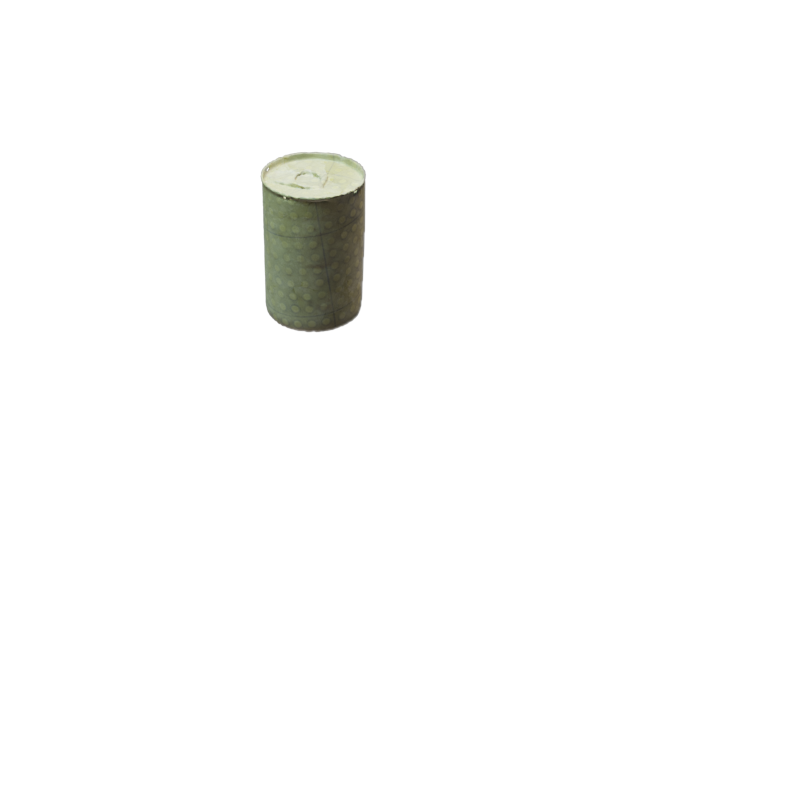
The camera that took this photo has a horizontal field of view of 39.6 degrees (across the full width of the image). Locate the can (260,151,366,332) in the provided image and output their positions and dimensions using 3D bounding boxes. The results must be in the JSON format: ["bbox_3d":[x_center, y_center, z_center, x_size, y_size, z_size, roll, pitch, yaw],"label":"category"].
[{"bbox_3d":[-0.058,-0.105,0.738,0.068,0.096,0.073,0,33,-3],"label":"can"}]
